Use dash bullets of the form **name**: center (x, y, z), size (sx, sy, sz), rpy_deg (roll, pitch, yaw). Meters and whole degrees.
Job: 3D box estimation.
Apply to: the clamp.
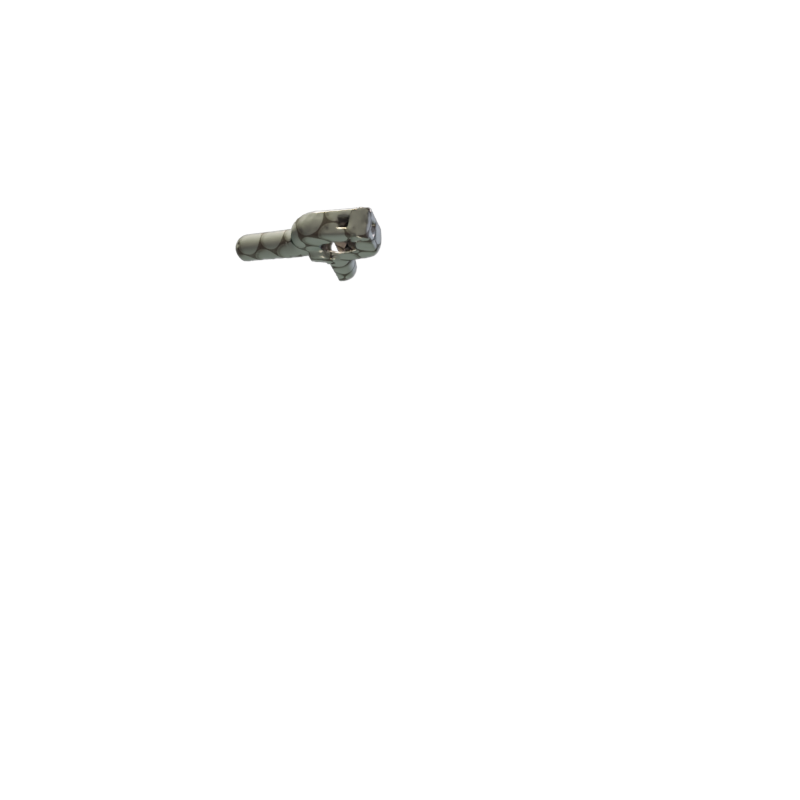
- **clamp**: center (-0.077, -0.141, 0.990), size (0.117, 0.040, 0.170), rpy_deg (3, -10, -17)
